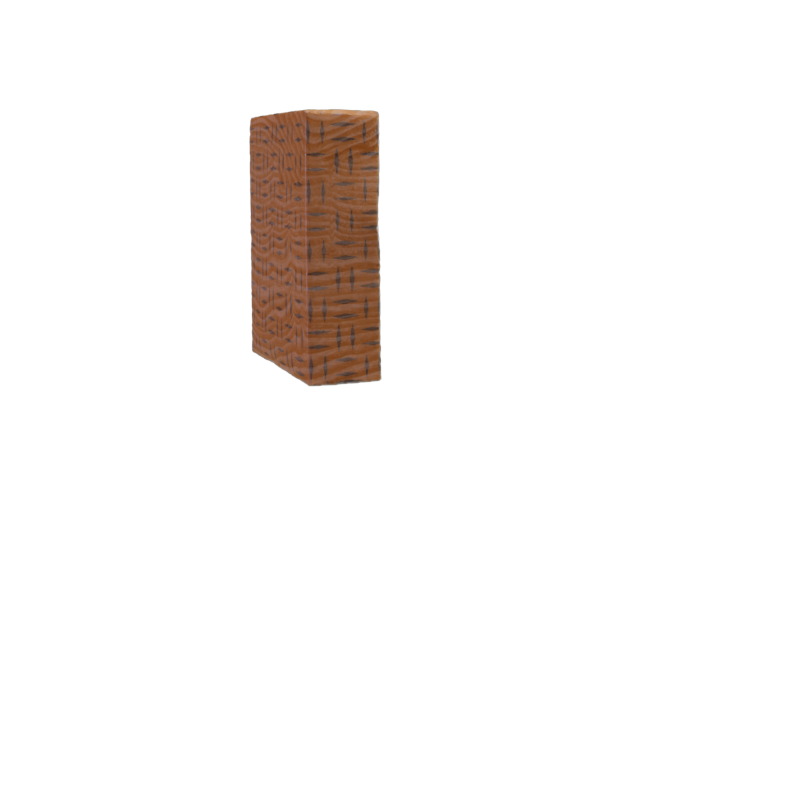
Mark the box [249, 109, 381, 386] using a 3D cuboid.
[{"bbox_3d":[-0.073,-0.133,0.929,0.070,0.211,0.171,-2,7,-22],"label":"box"}]
